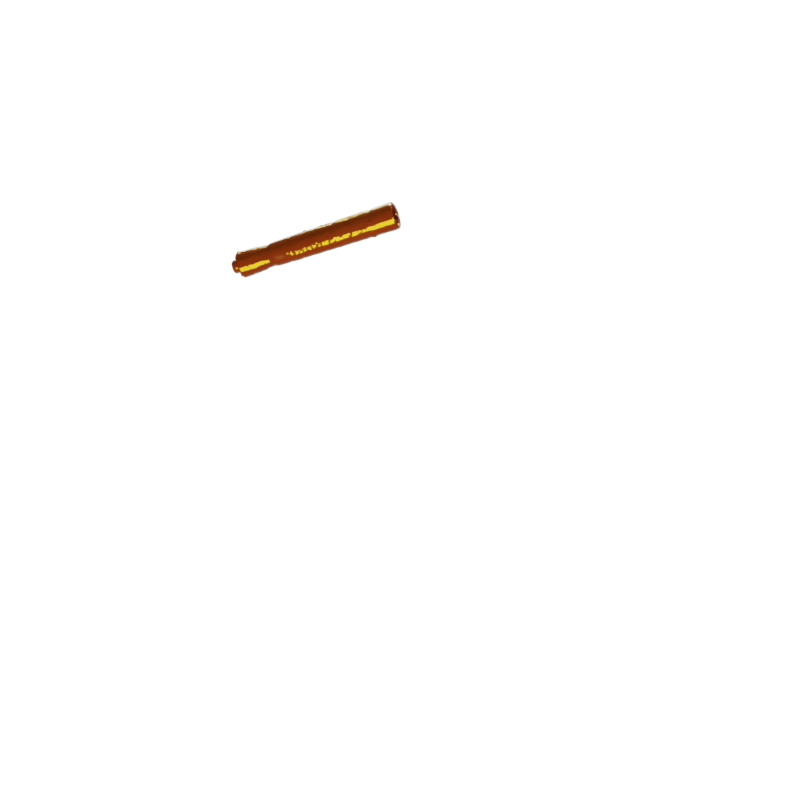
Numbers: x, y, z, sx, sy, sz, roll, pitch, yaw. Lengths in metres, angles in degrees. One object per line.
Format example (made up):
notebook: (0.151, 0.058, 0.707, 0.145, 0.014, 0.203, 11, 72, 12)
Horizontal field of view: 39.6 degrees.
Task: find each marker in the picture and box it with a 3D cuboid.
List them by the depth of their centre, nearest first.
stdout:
marker: (-0.059, -0.108, 0.754, 0.122, 0.020, 0.019, -15, 0, 17)
